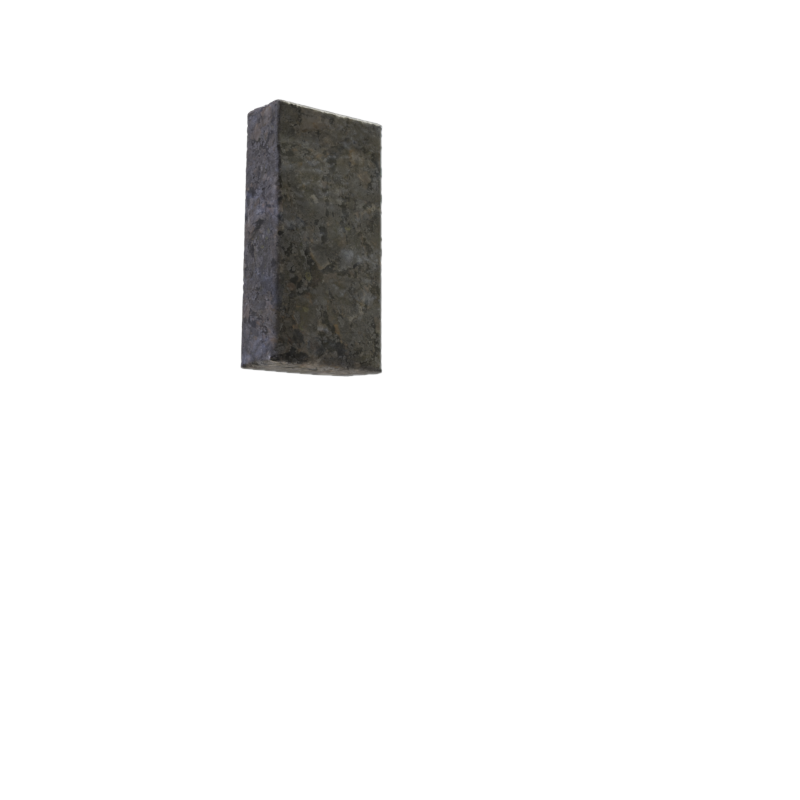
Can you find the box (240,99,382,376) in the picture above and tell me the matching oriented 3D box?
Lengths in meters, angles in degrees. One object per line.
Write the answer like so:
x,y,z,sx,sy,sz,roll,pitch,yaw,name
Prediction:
-0.059,-0.107,0.752,0.089,0.182,0.049,8,-16,-38,box
